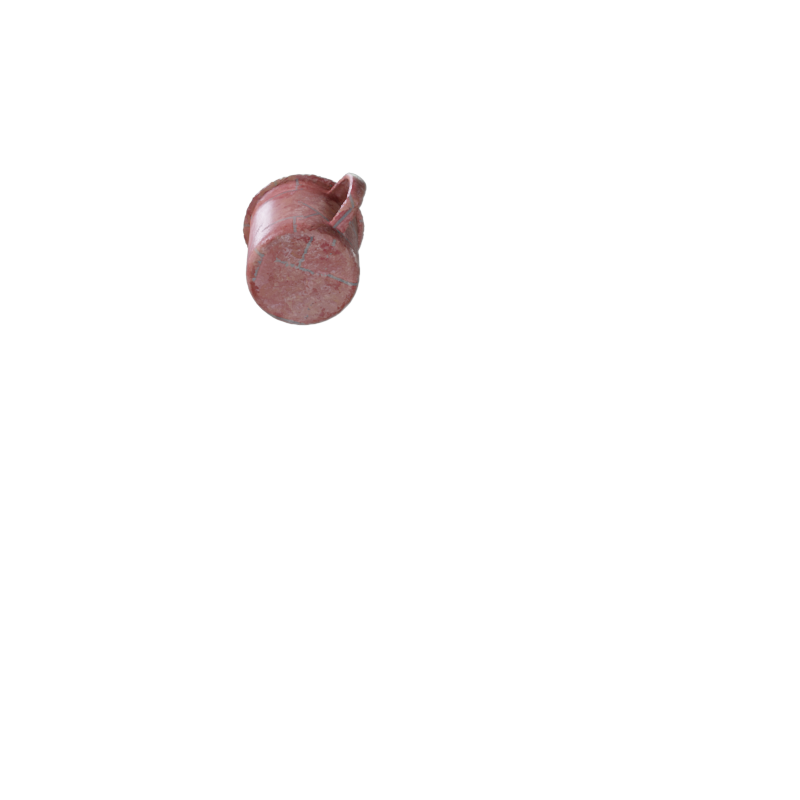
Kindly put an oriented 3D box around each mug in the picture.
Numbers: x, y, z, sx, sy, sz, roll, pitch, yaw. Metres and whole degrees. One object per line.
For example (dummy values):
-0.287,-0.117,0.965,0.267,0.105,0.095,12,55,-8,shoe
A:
-0.064,-0.116,0.813,0.089,0.115,0.087,36,23,-21,mug
